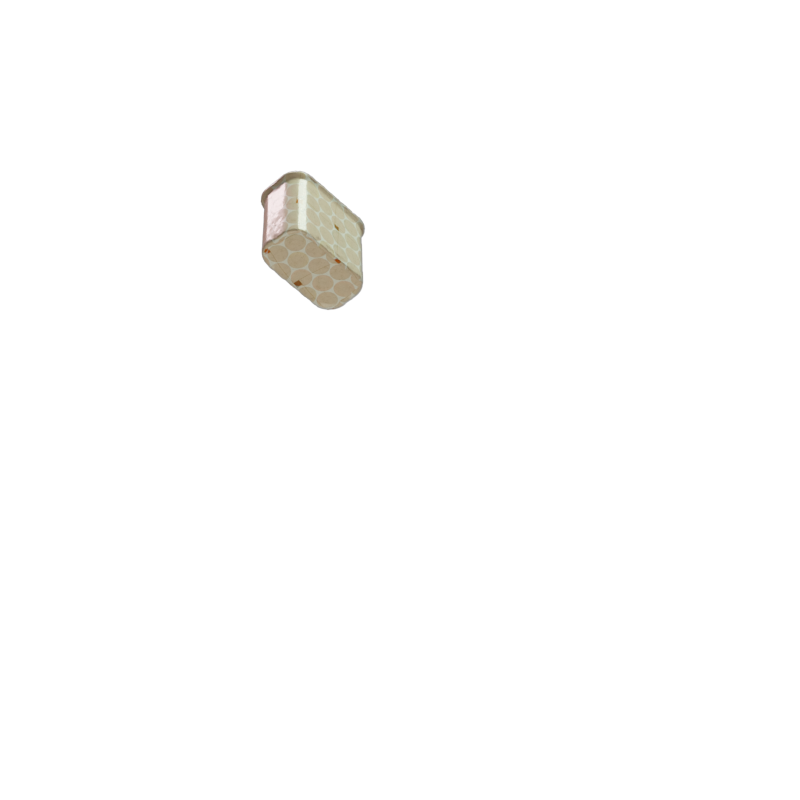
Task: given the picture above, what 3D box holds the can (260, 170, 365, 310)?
[{"bbox_3d":[-0.078,-0.141,0.991,0.057,0.090,0.096,-35,-56,26],"label":"can"}]
